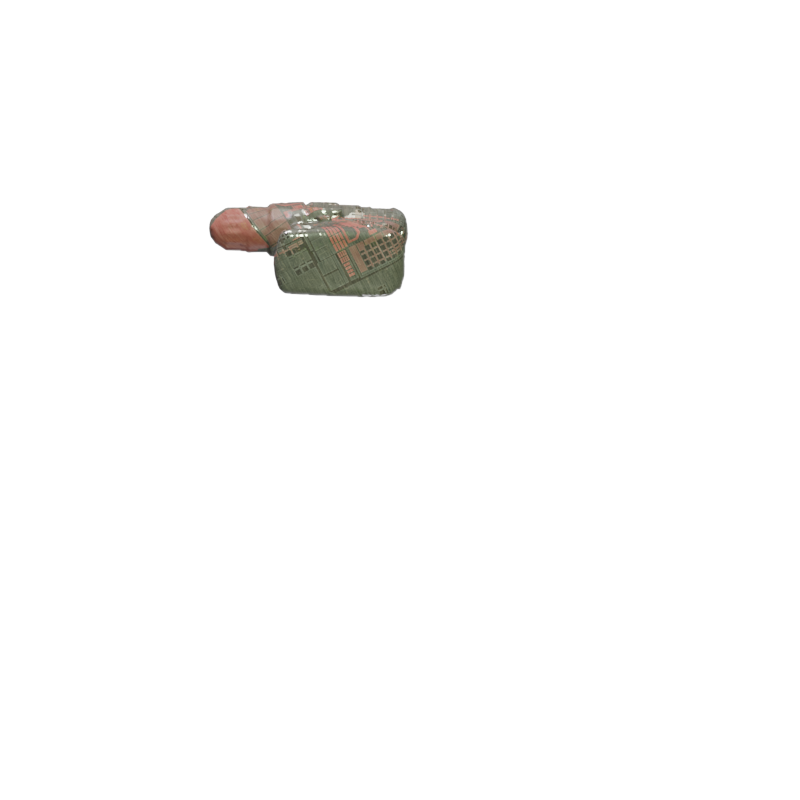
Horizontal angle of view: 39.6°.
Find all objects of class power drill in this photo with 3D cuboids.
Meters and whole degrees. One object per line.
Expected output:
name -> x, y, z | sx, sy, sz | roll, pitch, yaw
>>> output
power drill -> -0.076, -0.138, 0.968 | 0.183, 0.055, 0.196 | -2, 18, -6
